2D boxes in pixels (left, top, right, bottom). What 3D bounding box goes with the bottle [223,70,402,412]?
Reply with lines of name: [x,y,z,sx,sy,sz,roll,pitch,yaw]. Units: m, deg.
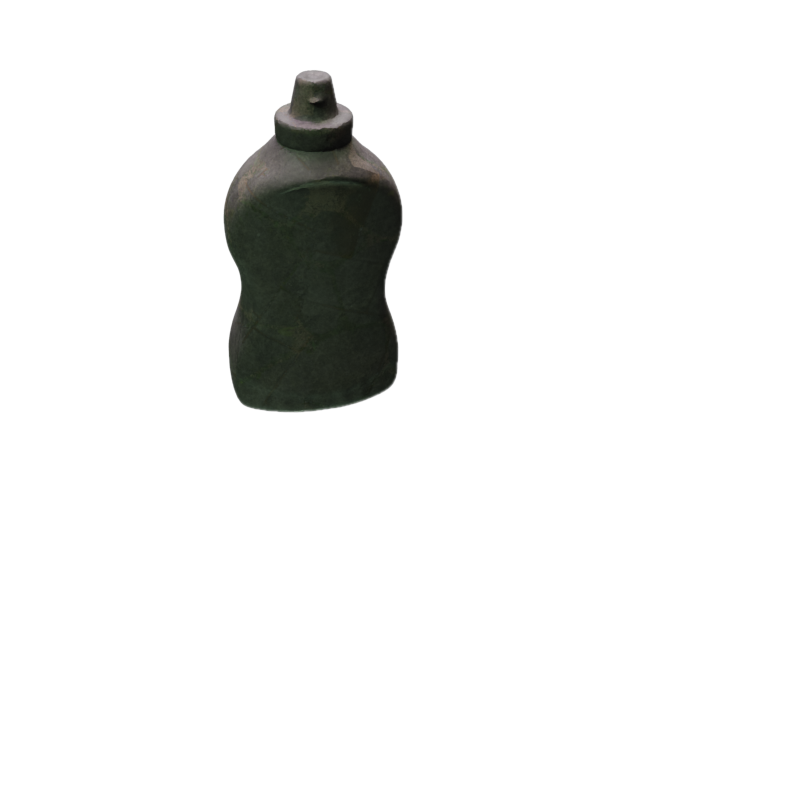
bottle: [-0.047,-0.086,0.605,0.095,0.180,0.063,-5,31,-11]
